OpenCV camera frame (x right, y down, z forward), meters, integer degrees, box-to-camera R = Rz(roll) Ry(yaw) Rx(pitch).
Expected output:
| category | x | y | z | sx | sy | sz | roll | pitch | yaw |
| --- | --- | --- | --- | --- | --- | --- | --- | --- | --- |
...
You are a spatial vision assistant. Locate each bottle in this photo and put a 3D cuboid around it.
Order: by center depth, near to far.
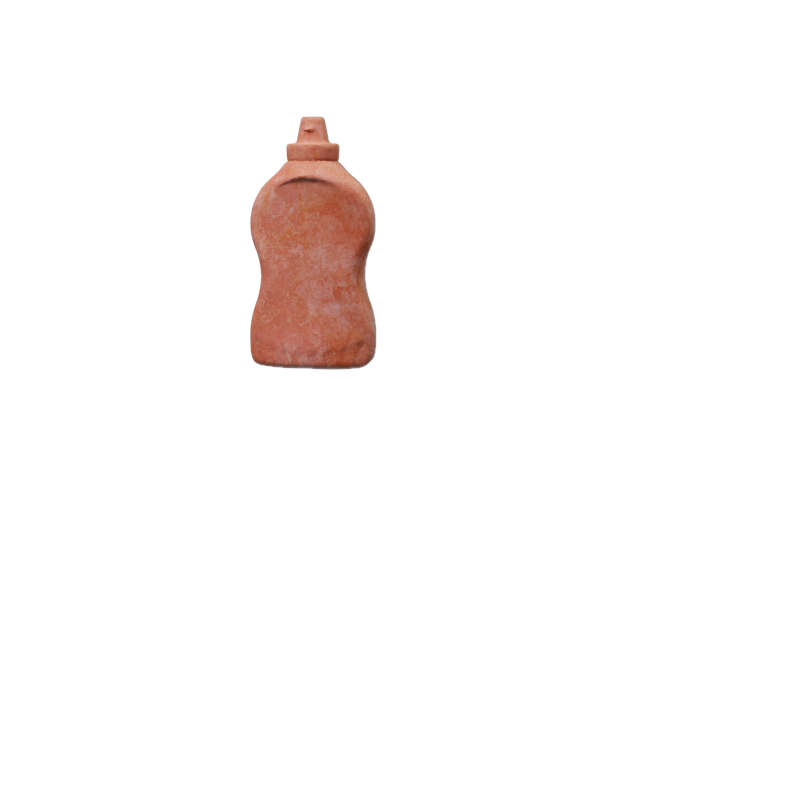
| category | x | y | z | sx | sy | sz | roll | pitch | yaw |
| --- | --- | --- | --- | --- | --- | --- | --- | --- | --- |
| bottle | -0.067 | -0.122 | 0.856 | 0.098 | 0.190 | 0.058 | 1 | 4 | 11 |
